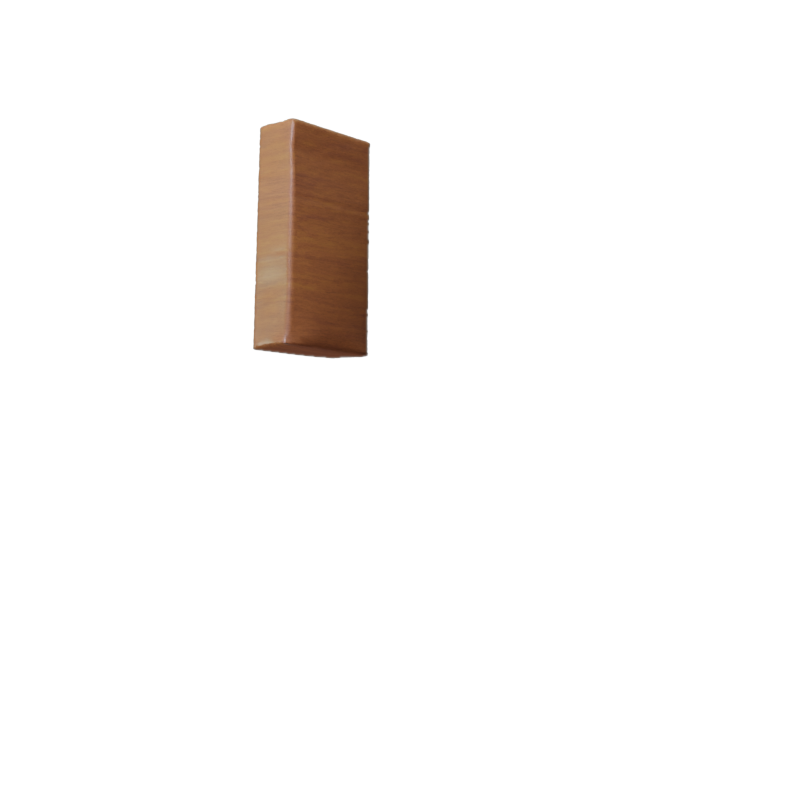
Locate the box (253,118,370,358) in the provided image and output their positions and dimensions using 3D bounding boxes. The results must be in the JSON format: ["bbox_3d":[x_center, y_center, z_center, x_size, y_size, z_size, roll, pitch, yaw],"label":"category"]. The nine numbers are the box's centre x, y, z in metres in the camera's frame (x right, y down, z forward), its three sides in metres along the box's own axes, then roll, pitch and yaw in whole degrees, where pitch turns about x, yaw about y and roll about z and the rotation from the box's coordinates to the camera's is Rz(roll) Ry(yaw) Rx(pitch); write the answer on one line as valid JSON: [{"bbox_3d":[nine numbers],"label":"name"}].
[{"bbox_3d":[-0.068,-0.125,0.873,0.049,0.181,0.088,-11,-15,40],"label":"box"}]
